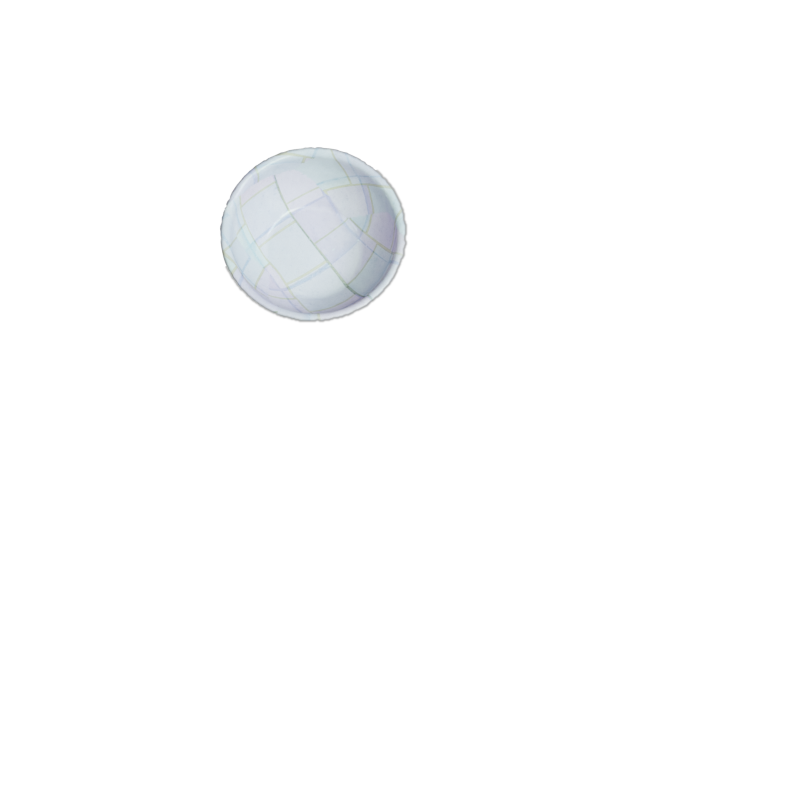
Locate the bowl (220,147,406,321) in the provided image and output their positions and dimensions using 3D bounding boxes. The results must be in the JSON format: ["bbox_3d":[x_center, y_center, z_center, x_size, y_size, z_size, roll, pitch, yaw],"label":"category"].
[{"bbox_3d":[-0.077,-0.141,0.985,0.162,0.169,0.053,-1,-19,-1],"label":"bowl"}]
